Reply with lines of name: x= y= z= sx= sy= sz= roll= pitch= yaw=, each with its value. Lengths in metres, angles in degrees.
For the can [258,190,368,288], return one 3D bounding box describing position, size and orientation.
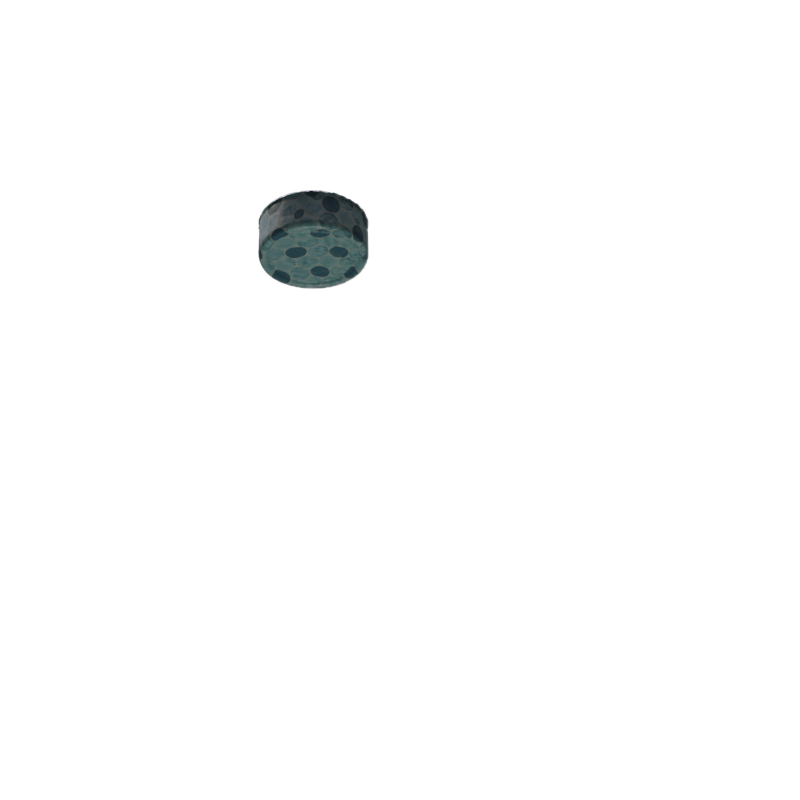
can: x=-0.067 y=-0.122 z=0.853 sx=0.086 sy=0.036 sz=0.080 roll=1 pitch=-32 yaw=-2
